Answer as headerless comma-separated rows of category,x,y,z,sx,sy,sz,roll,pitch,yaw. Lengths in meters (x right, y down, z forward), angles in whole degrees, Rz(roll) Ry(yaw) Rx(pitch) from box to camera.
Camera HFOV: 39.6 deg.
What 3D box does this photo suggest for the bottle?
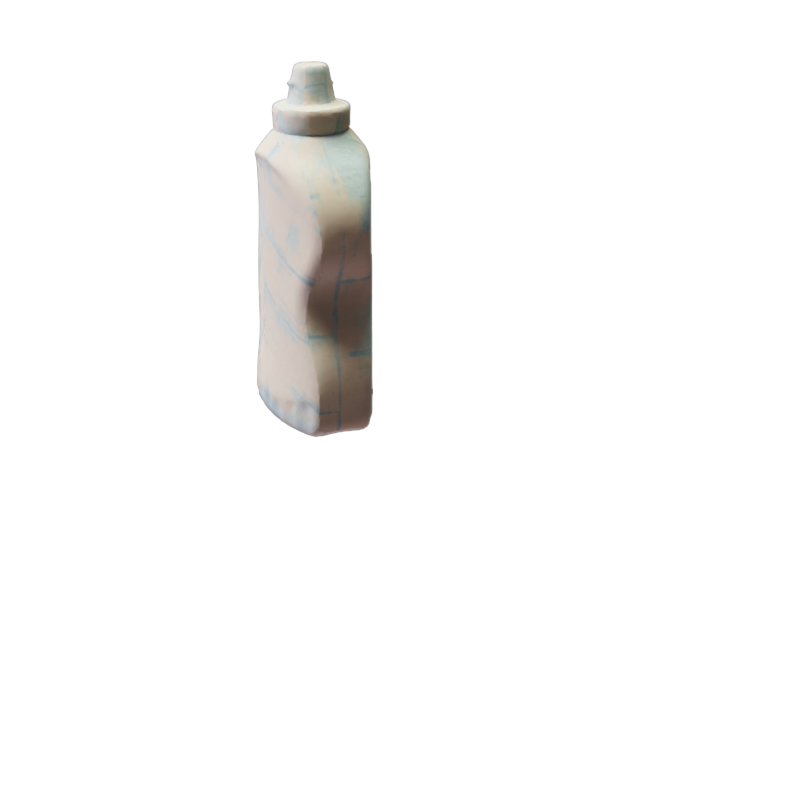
bottle,-0.047,-0.085,0.596,0.057,0.184,0.102,-6,21,-20
